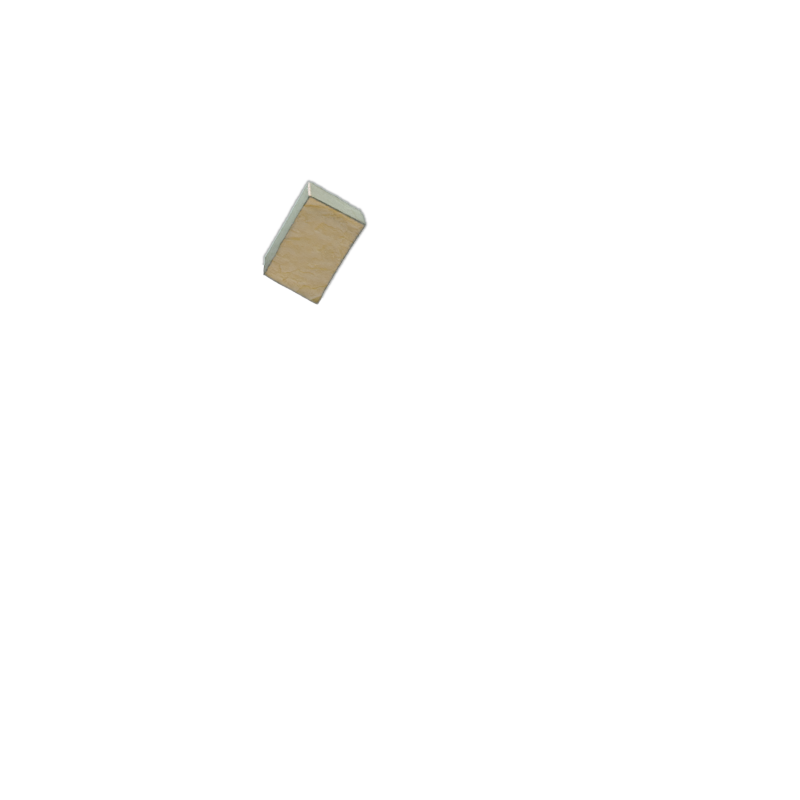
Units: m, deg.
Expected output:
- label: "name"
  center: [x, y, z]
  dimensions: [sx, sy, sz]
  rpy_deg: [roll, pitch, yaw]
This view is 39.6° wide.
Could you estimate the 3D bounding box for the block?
- label: "block"
  center: [-0.070, -0.127, 0.891]
  dimensions: [0.051, 0.076, 0.054]
  rpy_deg: [29, 16, -12]
